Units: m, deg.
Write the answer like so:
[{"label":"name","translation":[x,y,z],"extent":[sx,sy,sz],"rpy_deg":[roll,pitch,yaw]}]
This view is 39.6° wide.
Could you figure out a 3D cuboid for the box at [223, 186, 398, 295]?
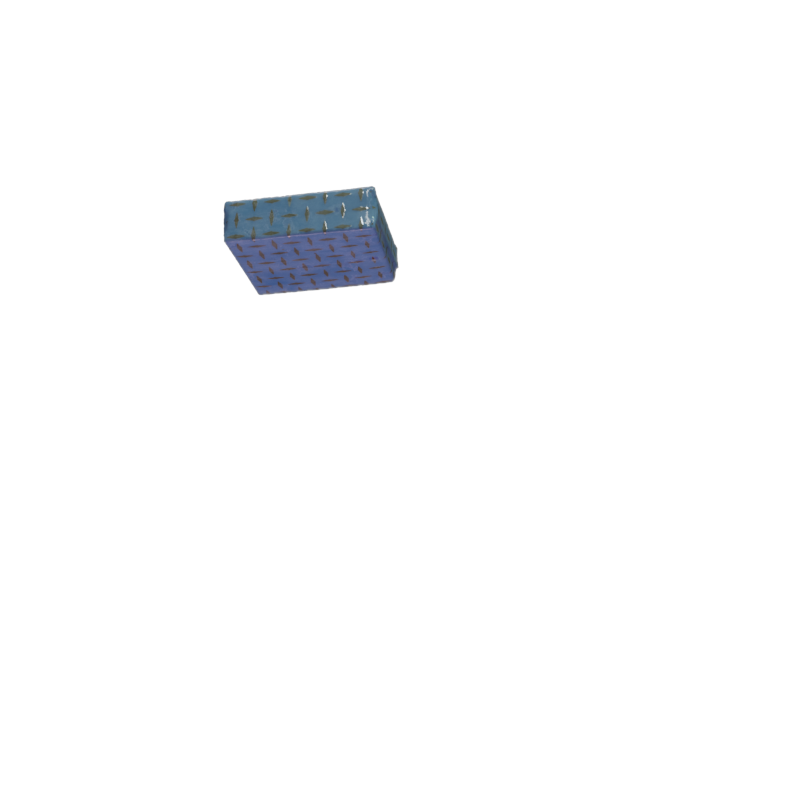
[{"label":"box","translation":[-0.051,-0.093,0.649],"extent":[0.090,0.032,0.068],"rpy_deg":[-5,-22,11]}]
